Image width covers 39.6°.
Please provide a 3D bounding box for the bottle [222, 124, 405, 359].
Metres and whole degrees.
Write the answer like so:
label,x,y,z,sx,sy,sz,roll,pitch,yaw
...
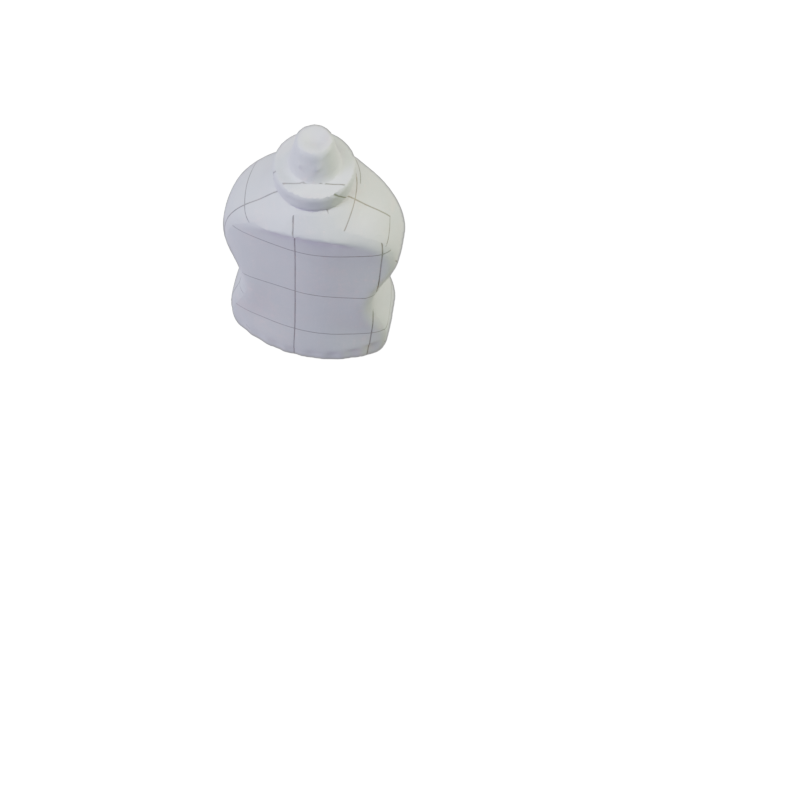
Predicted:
label,x,y,z,sx,sy,sz,roll,pitch,yaw
bottle,-0.047,-0.086,0.602,0.097,0.061,0.181,14,-24,3
